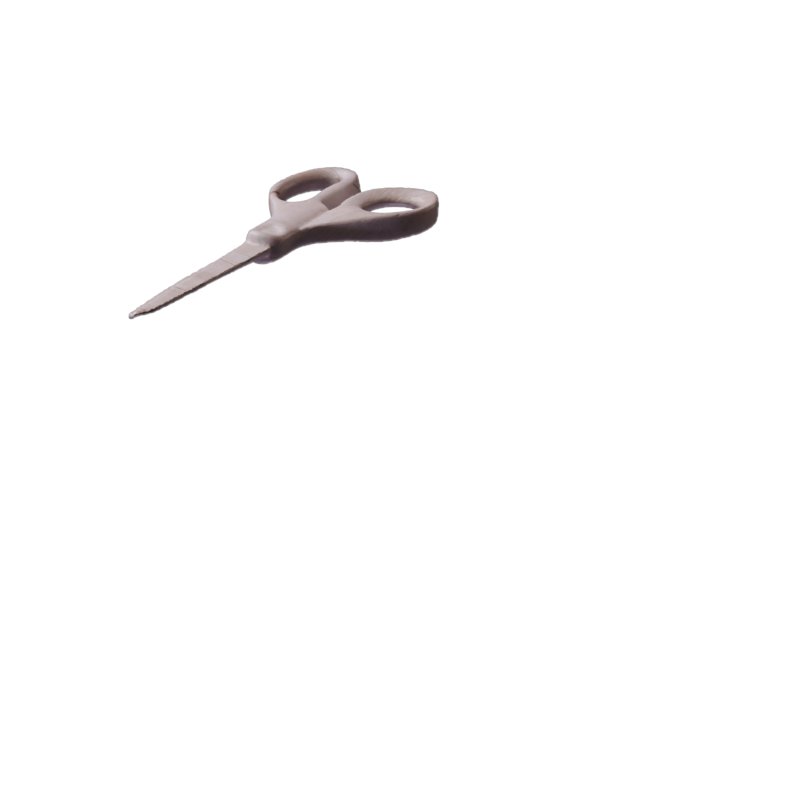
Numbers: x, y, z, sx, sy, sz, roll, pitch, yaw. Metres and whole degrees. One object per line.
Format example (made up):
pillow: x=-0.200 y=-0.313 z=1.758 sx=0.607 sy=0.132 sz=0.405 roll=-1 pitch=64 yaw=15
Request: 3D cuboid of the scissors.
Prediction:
scissors: x=-0.040 y=-0.073 z=0.510 sx=0.098 sy=0.015 sz=0.209 roll=5 pitch=28 yaw=10
